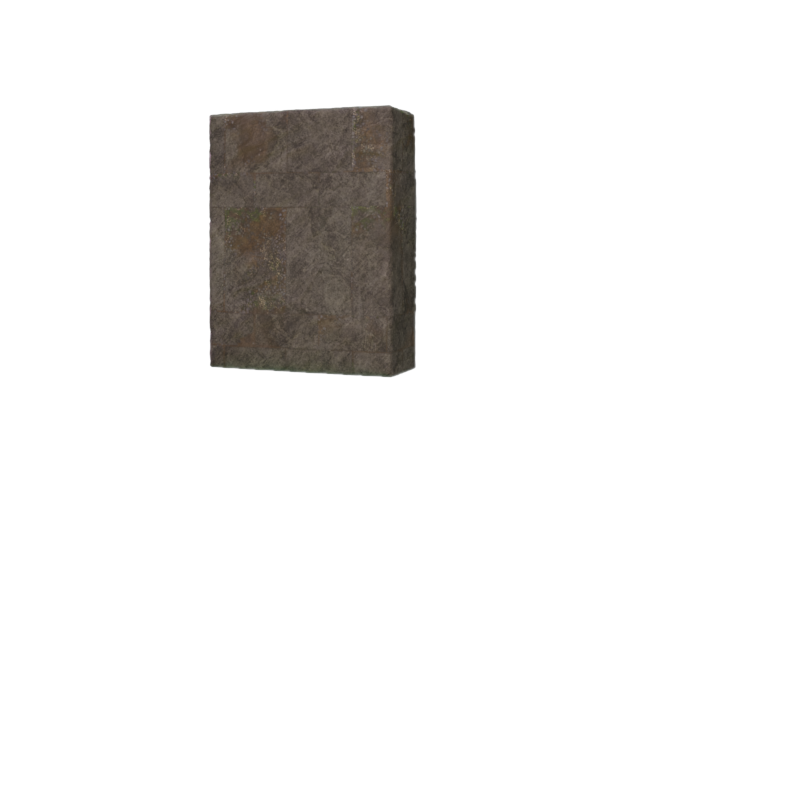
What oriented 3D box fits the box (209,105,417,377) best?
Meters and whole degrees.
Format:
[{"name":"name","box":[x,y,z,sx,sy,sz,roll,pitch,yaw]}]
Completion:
[{"name":"box","box":[-0.072,-0.132,0.922,0.169,0.213,0.070,1,1,22]}]
